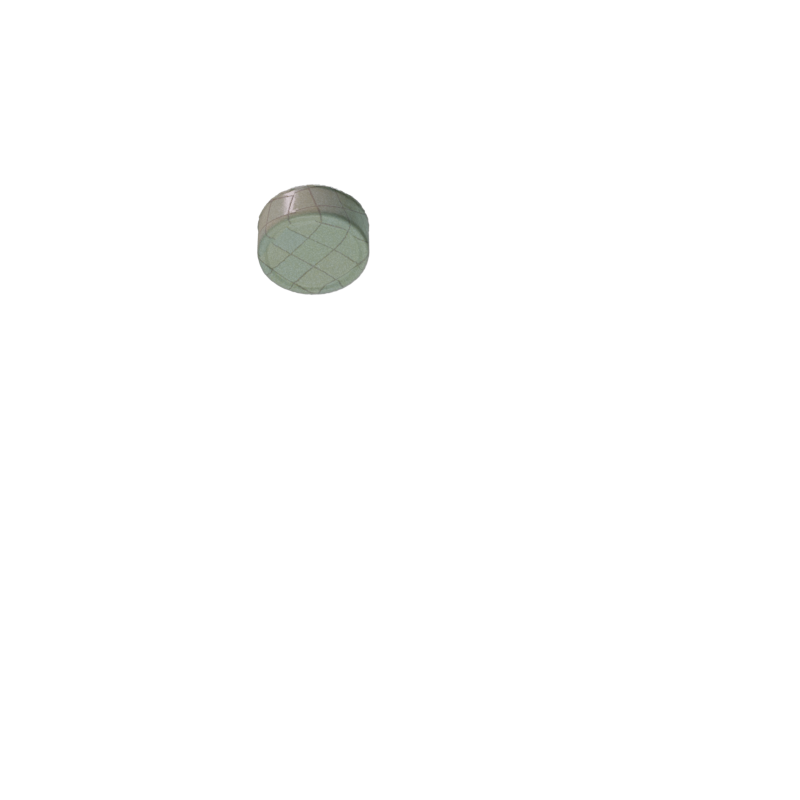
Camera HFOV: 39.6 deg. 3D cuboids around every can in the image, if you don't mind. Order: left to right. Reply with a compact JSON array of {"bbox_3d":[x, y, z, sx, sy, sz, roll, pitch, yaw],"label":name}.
[{"bbox_3d":[-0.066,-0.120,0.839,0.086,0.036,0.080,1,-44,-1],"label":"can"}]
